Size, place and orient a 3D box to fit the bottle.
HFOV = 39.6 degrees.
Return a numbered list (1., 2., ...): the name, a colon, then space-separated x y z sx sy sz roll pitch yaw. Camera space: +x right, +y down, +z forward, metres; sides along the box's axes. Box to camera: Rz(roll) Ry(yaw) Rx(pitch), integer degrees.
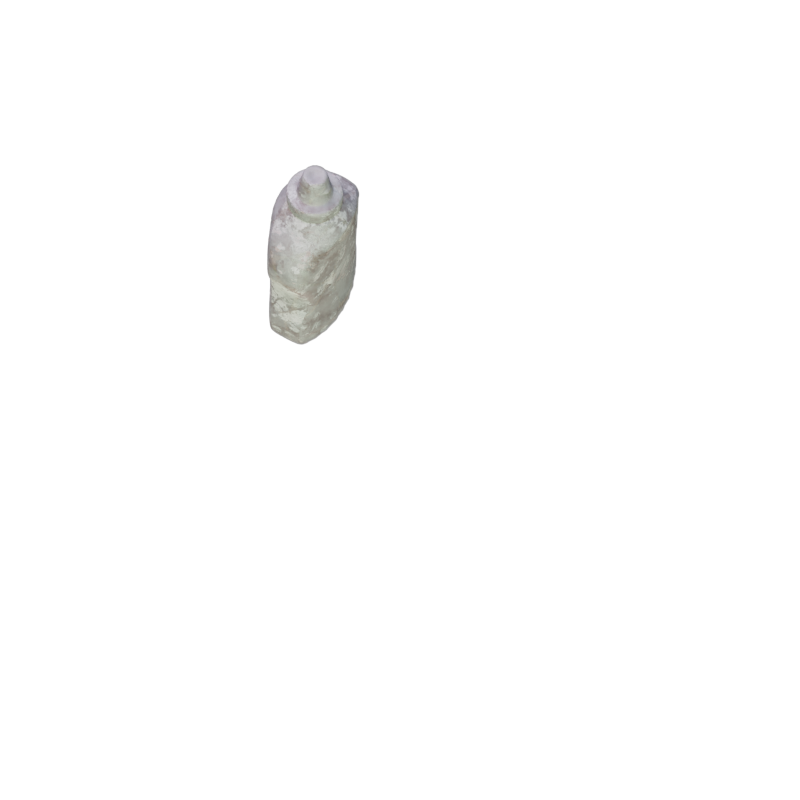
1. bottle: -0.066 -0.122 0.855 0.060 0.099 0.181 29 -22 8
